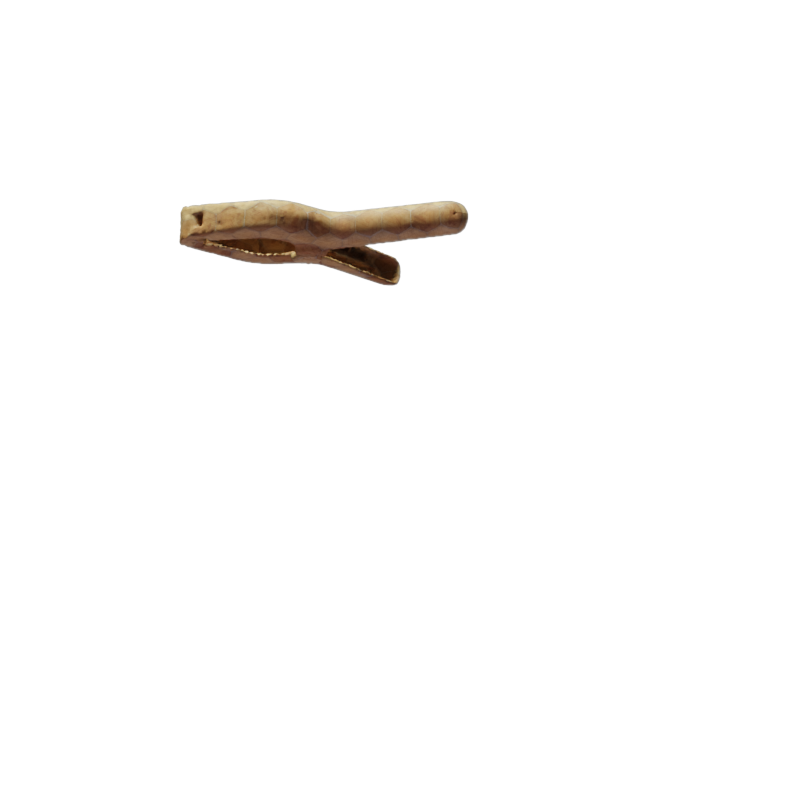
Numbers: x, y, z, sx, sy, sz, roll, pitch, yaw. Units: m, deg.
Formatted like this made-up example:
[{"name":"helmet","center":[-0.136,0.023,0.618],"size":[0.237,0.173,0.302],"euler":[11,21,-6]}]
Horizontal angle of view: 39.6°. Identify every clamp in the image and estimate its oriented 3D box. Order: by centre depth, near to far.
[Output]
[{"name":"clamp","center":[-0.068,-0.125,0.875],"size":[0.207,0.038,0.161],"euler":[2,-12,-9]}]
